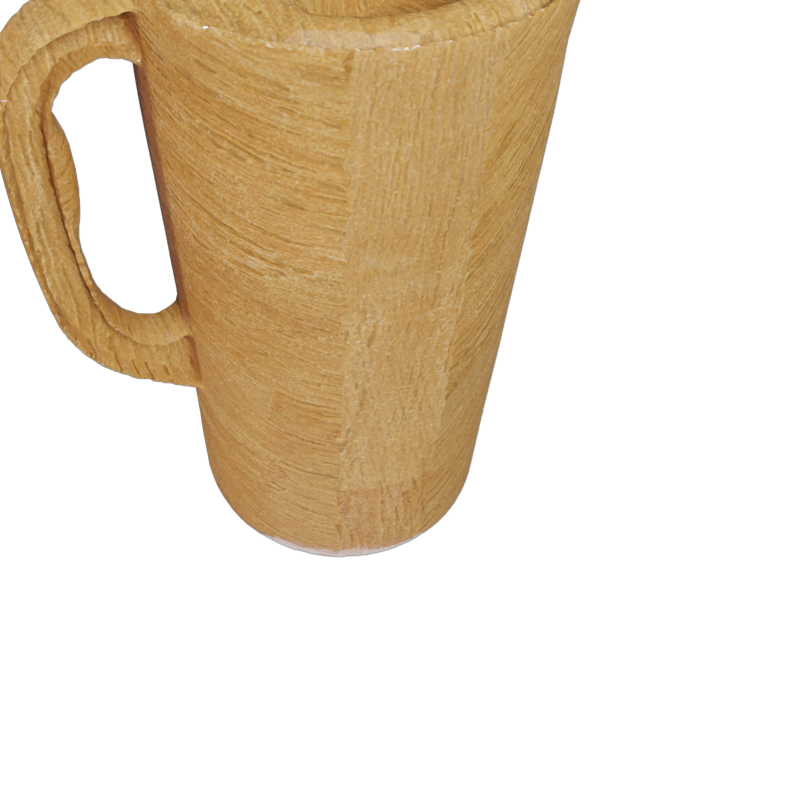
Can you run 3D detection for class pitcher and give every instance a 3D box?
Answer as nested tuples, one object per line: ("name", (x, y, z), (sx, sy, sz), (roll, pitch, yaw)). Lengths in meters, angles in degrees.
("pitcher", (-0.030, -0.054, 0.377), (0.154, 0.226, 0.151), (17, 47, 13))
